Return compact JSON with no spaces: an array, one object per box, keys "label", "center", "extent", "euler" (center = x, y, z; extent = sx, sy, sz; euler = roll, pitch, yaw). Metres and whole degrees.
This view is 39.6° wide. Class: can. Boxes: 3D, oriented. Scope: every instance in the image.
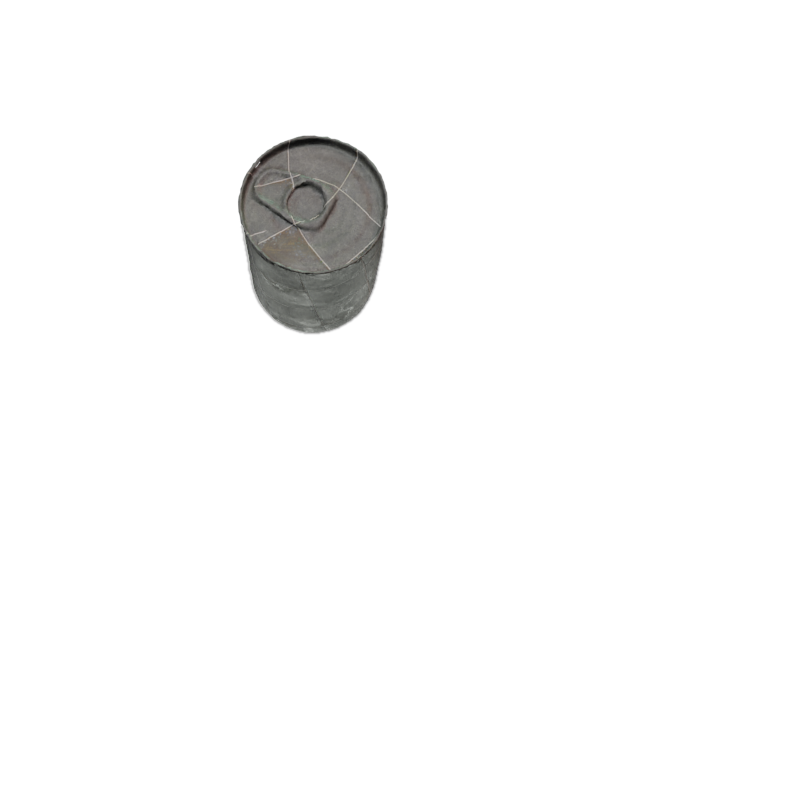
[{"label":"can","center":[-0.043,-0.078,0.548],"extent":[0.068,0.071,0.098],"euler":[0,-15,-3]}]
